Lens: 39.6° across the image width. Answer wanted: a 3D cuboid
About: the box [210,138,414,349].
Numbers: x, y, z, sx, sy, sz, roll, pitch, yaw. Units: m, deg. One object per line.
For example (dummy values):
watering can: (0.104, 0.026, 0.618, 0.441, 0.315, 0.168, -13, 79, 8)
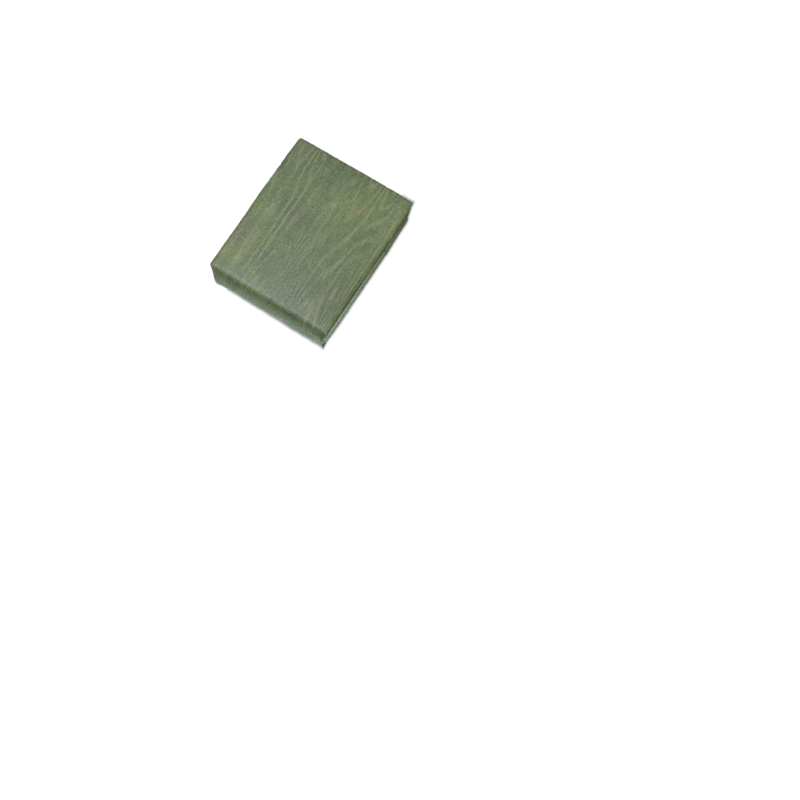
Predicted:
box: (-0.058, -0.105, 0.734, 0.092, 0.116, 0.037, 29, -17, 9)
